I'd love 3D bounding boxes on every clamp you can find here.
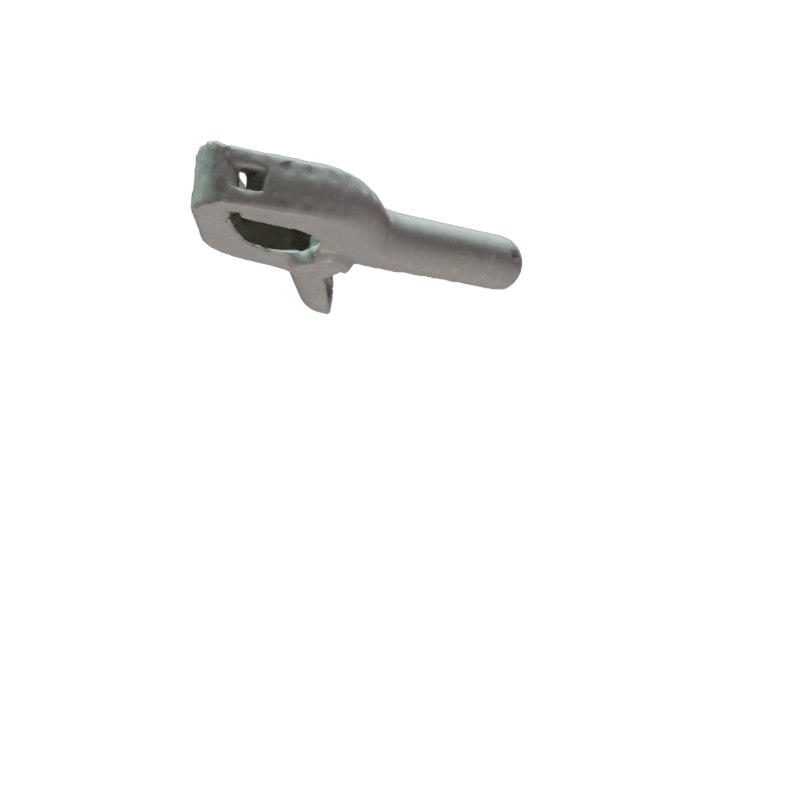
[{"bbox_3d":[-0.039,-0.071,0.500,0.122,0.041,0.161,-16,-24,40],"label":"clamp"}]
